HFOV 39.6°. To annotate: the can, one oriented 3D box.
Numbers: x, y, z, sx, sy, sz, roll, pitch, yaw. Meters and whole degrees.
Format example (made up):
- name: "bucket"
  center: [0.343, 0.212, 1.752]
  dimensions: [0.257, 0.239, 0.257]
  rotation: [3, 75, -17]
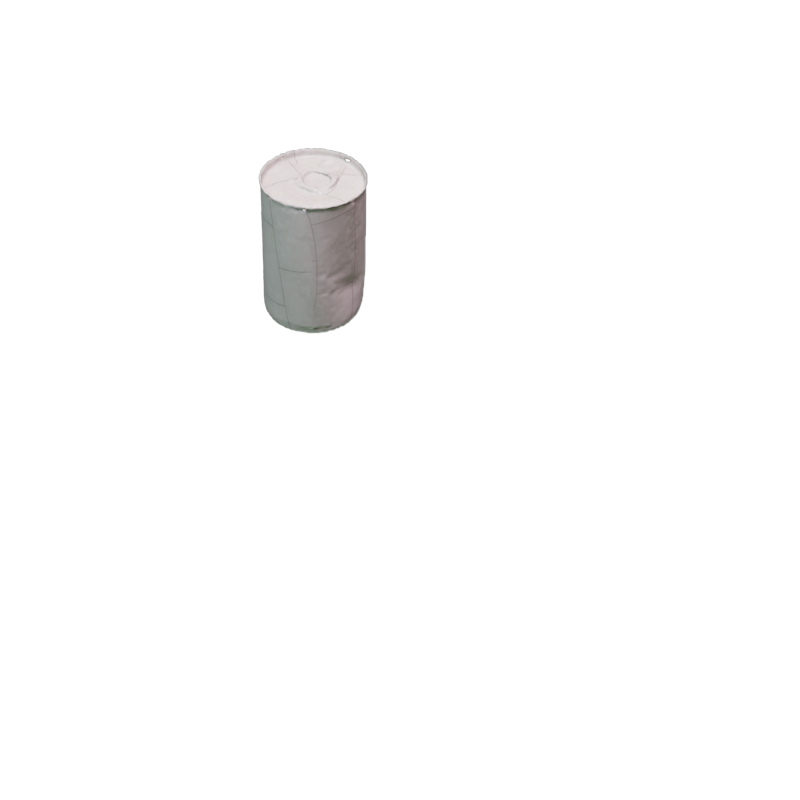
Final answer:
- name: "can"
  center: [-0.056, -0.103, 0.719]
  dimensions: [0.068, 0.095, 0.073]
  rotation: [0, 40, -3]
